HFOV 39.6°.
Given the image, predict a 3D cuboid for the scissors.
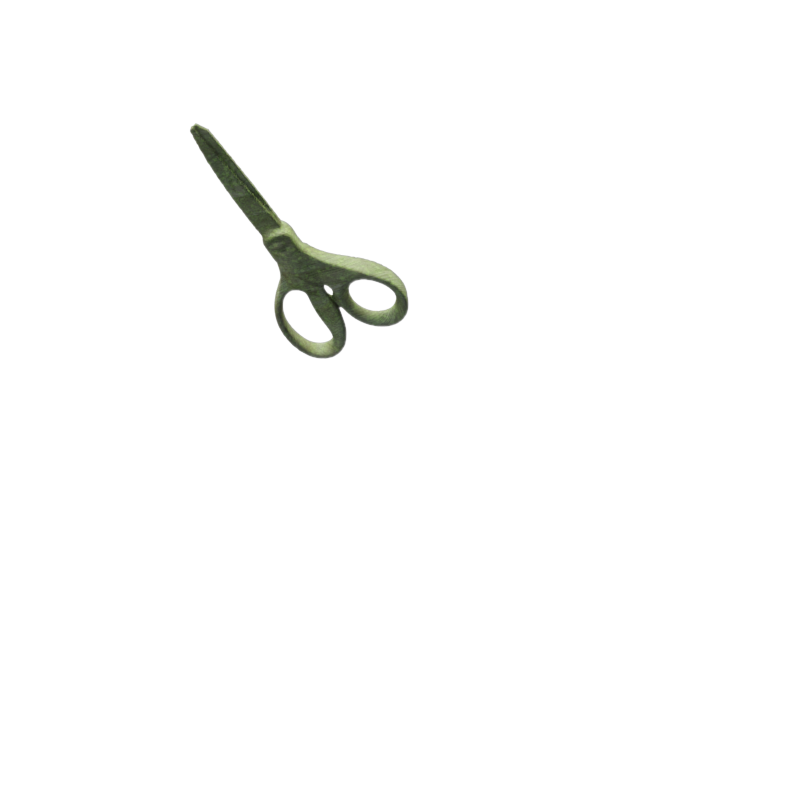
[{"bbox_3d":[-0.053,-0.097,0.676,0.097,0.017,0.186,-8,-43,8],"label":"scissors"}]
